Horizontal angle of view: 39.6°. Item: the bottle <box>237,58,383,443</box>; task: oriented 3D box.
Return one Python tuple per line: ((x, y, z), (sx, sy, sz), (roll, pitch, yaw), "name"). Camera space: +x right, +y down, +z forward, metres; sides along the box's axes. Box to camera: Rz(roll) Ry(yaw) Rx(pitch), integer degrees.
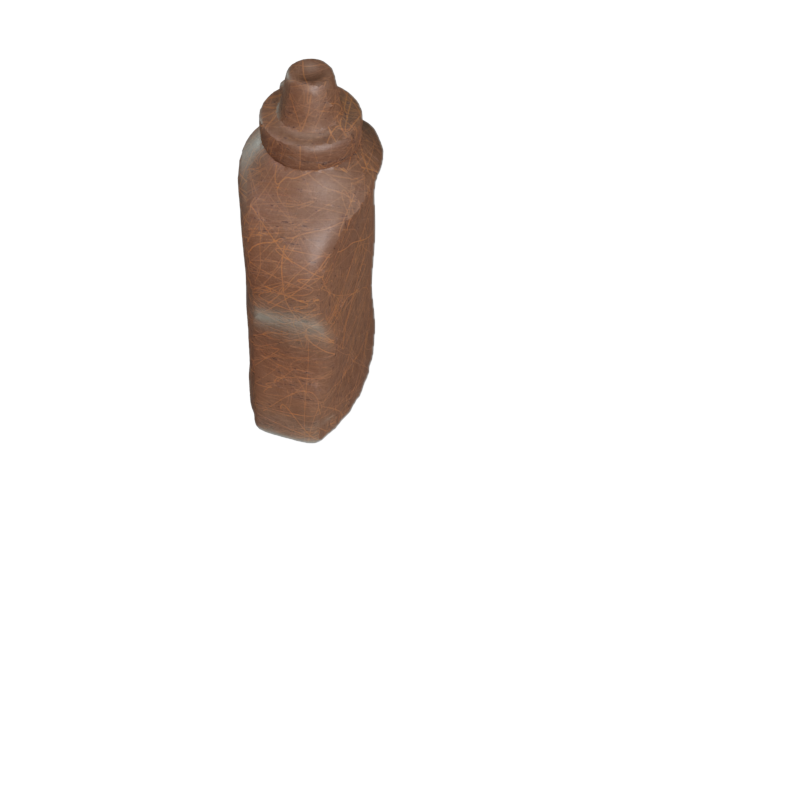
((-0.039, -0.070, 0.490), (0.059, 0.101, 0.179), (15, -37, 7), "bottle")
